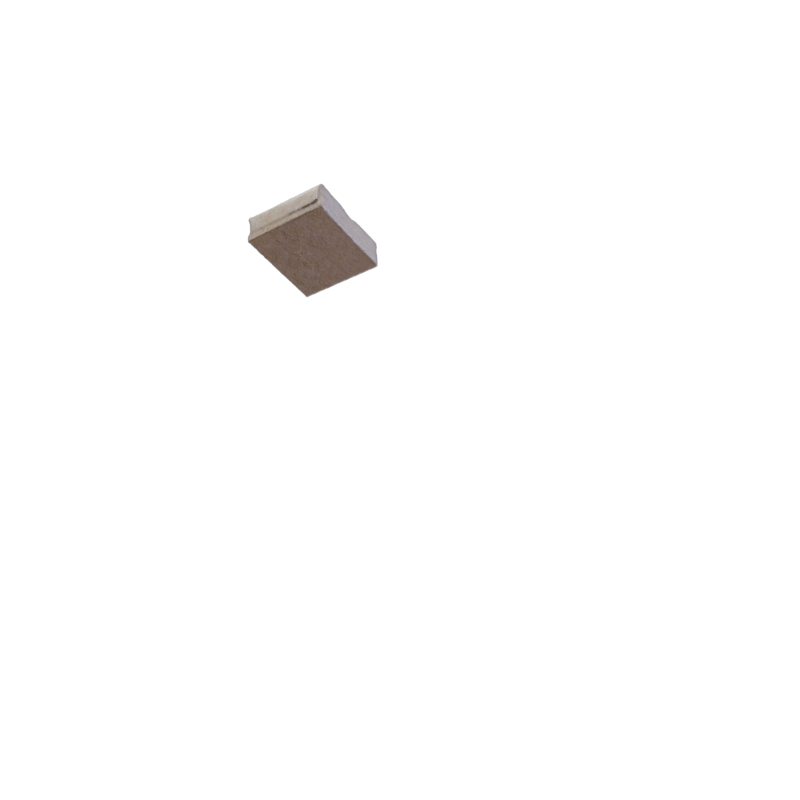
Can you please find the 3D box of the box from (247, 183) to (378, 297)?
[{"bbox_3d":[-0.072,-0.131,0.920,0.073,0.032,0.083,-23,-44,24],"label":"box"}]
